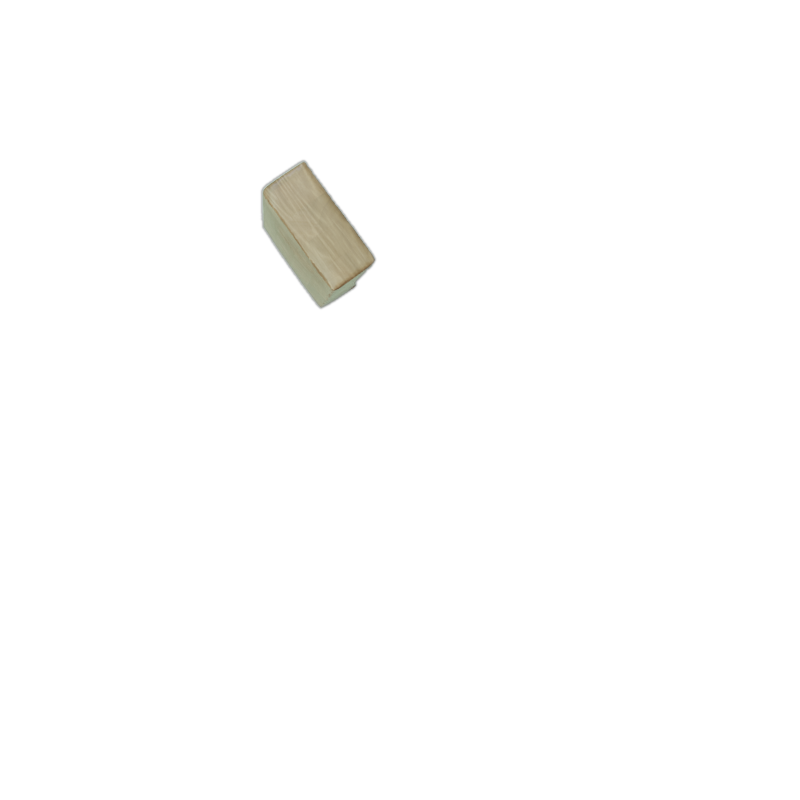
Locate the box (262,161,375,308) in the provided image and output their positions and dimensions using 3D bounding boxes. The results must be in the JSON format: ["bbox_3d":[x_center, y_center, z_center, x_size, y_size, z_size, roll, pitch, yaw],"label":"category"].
[{"bbox_3d":[-0.069,-0.126,0.882,0.048,0.094,0.175,-36,2,-3],"label":"box"}]
